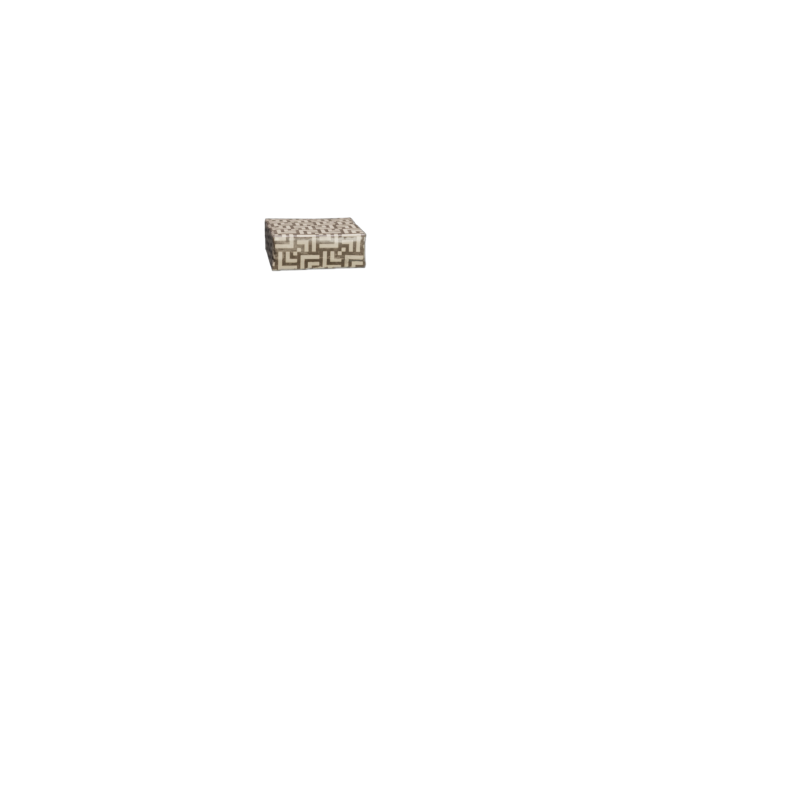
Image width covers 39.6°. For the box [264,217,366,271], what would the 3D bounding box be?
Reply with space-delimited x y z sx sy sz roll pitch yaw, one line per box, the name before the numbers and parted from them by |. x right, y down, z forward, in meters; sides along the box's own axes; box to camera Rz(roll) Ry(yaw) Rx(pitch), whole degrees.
box | -0.069 -0.126 0.880 0.072 0.029 0.093 -2 17 -8
